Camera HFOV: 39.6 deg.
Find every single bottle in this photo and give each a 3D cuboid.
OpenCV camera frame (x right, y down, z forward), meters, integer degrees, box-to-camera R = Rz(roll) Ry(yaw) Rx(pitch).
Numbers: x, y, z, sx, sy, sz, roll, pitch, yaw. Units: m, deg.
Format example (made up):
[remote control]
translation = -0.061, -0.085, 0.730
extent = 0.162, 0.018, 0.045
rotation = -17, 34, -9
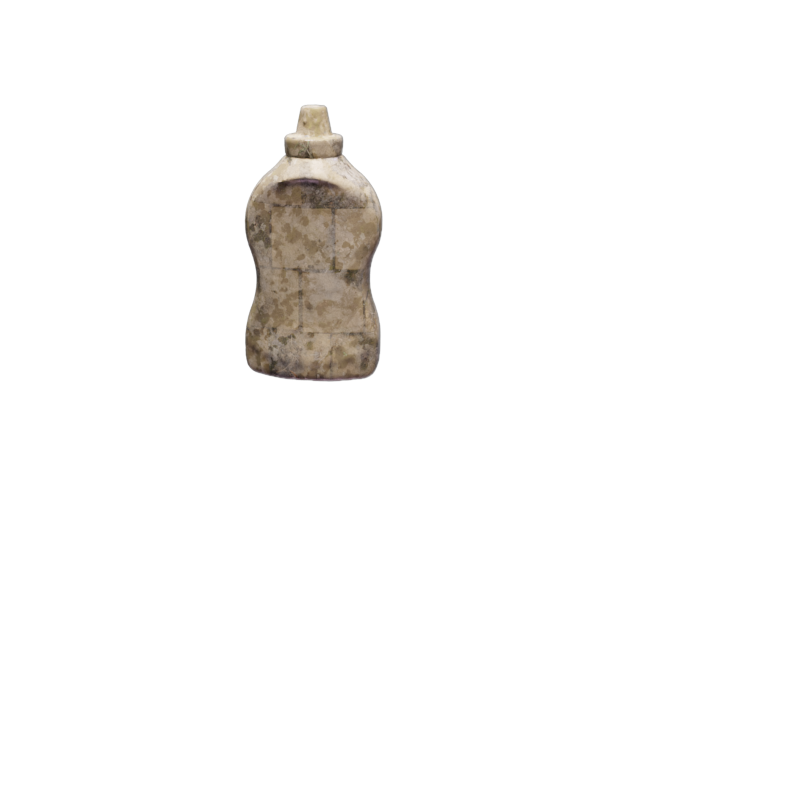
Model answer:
[bottle]
translation = -0.061, -0.112, 0.783
extent = 0.097, 0.185, 0.060
rotation = 4, 15, 9
